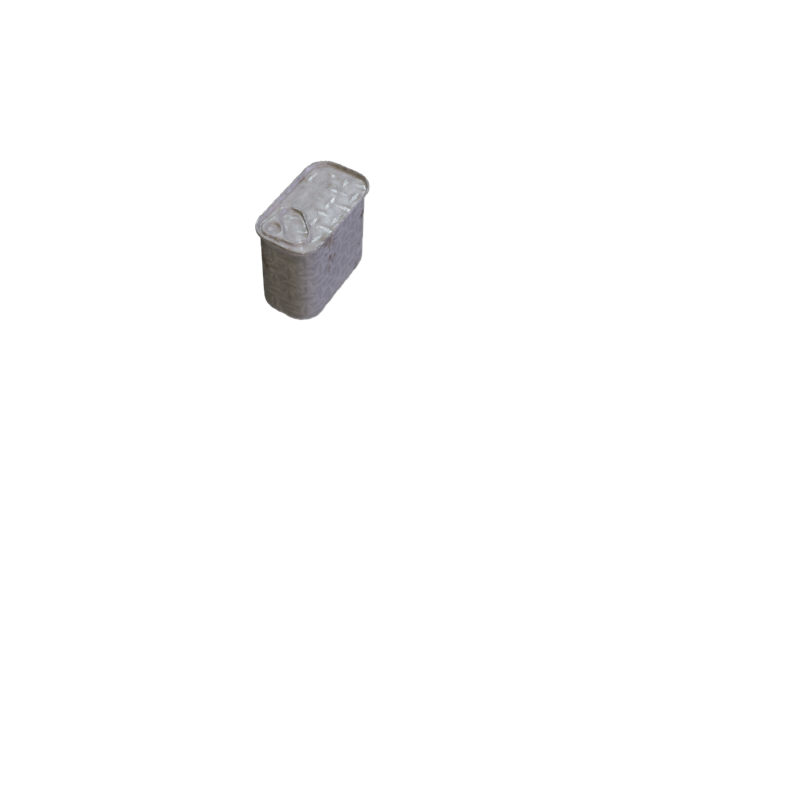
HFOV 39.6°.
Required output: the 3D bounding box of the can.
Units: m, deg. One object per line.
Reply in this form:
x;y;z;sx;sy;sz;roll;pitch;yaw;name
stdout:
-0.069;-0.126;0.886;0.060;0.105;0.078;24;-37;17;can
